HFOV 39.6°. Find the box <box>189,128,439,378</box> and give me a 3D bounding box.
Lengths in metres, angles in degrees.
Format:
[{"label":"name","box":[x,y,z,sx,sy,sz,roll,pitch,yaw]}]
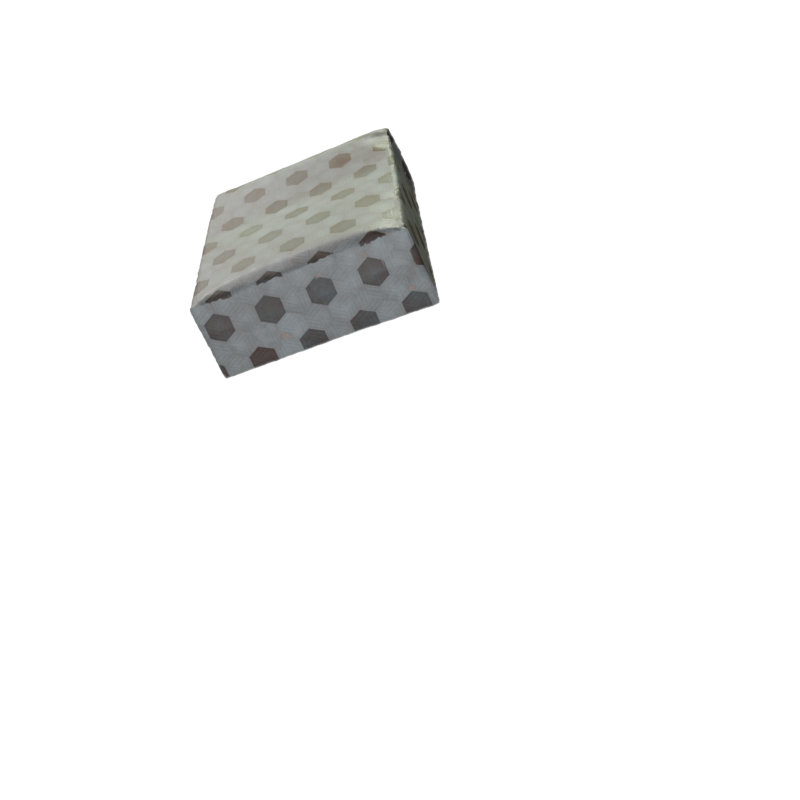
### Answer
[{"label":"box","box":[-0.067,-0.122,0.853,0.165,0.067,0.227,-20,30,8]}]
